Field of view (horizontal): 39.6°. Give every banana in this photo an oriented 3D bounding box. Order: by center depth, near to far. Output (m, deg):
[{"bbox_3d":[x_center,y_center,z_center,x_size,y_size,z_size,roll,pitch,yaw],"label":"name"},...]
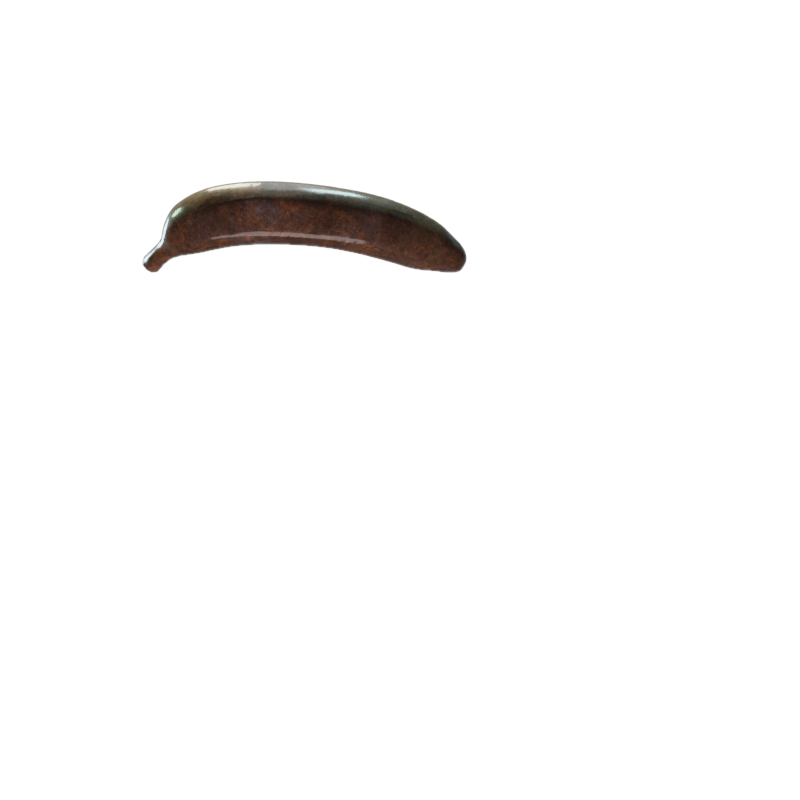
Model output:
[{"bbox_3d":[-0.054,-0.102,0.657,0.196,0.039,0.066,1,-20,-4],"label":"banana"}]
